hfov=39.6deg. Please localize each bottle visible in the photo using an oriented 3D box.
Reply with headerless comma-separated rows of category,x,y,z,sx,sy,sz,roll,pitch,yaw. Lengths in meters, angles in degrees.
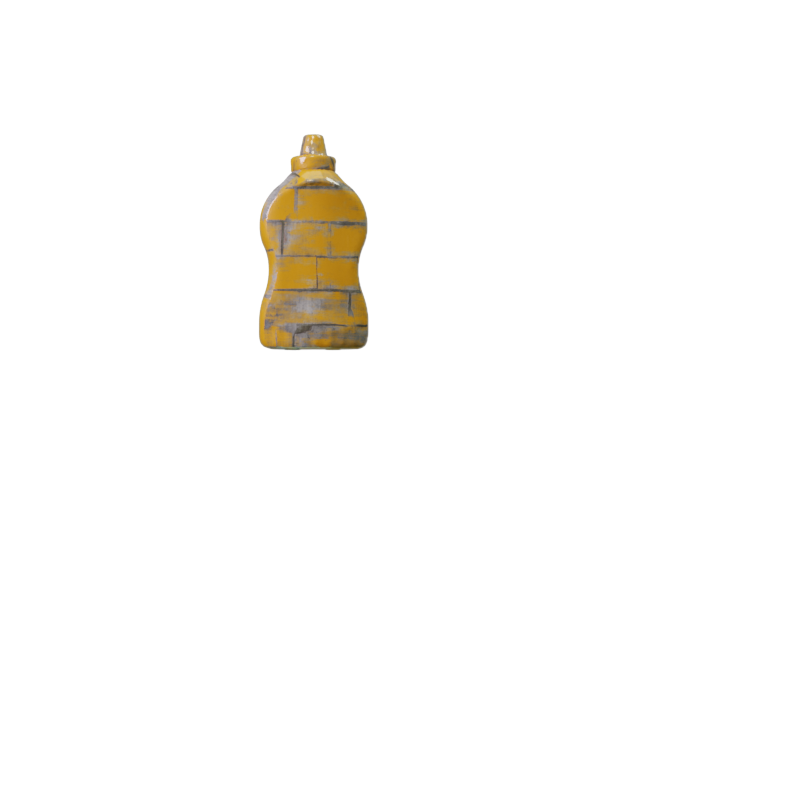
bottle,-0.078,-0.141,0.990,0.095,0.194,0.058,0,-4,-6
